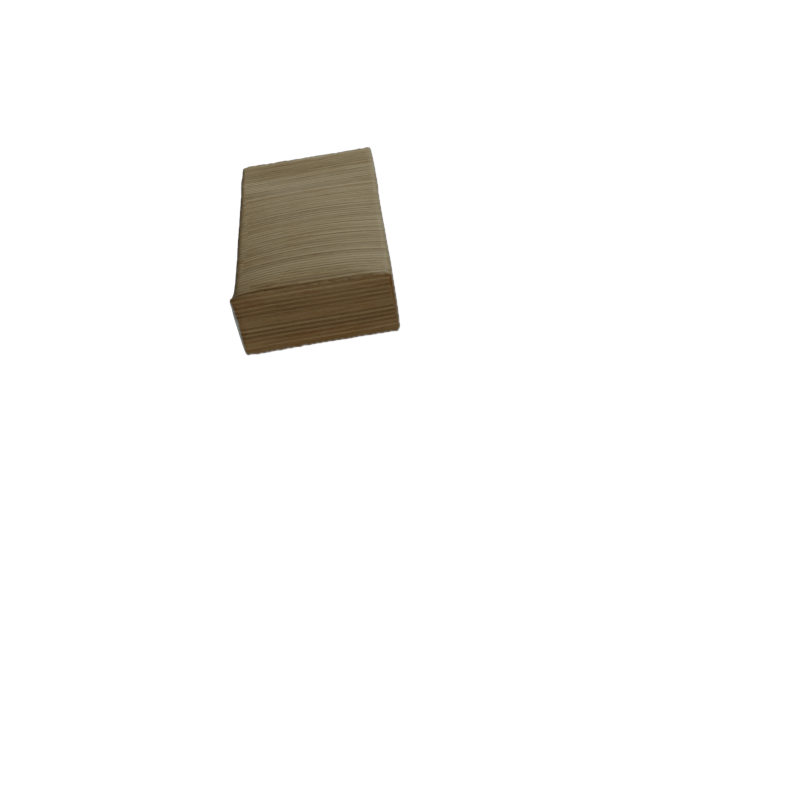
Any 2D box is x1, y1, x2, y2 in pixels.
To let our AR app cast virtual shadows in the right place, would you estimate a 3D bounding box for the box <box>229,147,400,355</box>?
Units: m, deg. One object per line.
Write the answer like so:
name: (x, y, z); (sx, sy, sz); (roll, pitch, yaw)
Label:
box: (-0.054, -0.099, 0.698); (0.094, 0.045, 0.187); (-9, 32, 2)
